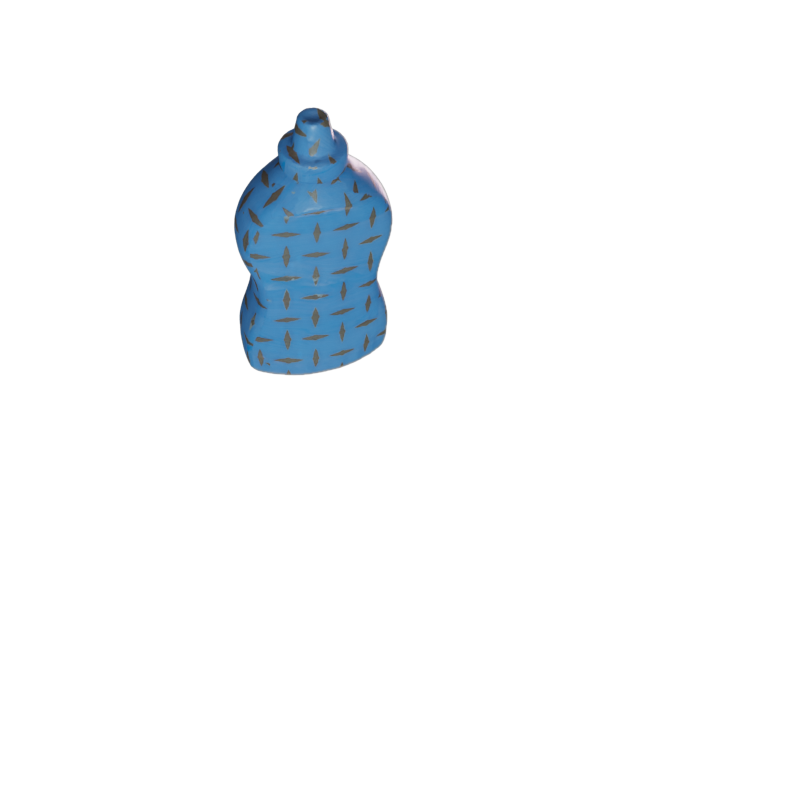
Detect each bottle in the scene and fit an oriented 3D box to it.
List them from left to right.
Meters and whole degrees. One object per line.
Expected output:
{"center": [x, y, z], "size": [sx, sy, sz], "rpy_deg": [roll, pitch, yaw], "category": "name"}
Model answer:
{"center": [-0.054, -0.098, 0.685], "size": [0.095, 0.063, 0.179], "rpy_deg": [-9, -41, -11], "category": "bottle"}
